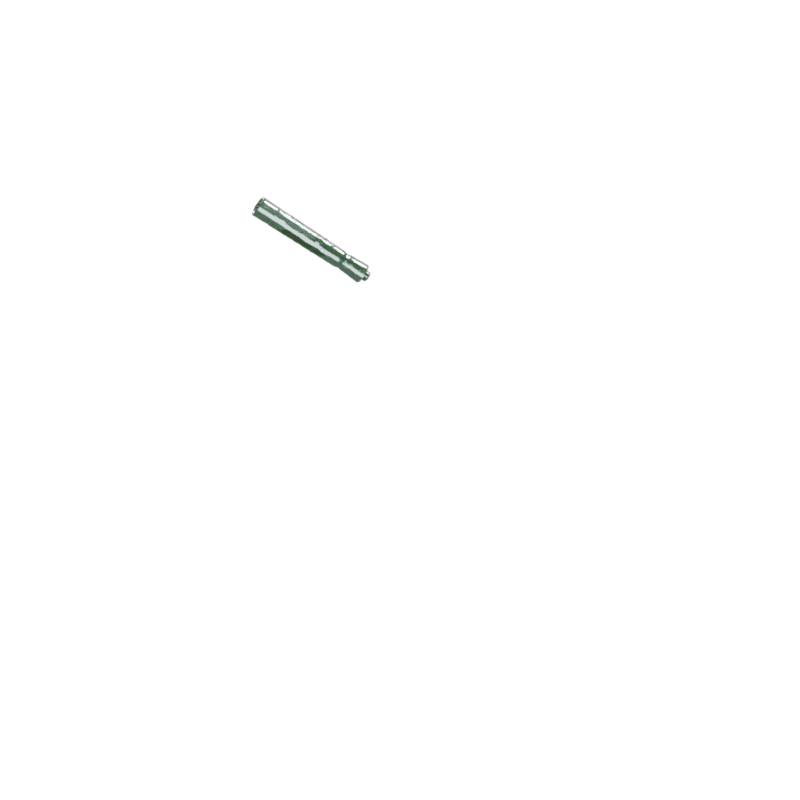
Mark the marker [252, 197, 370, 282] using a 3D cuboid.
[{"bbox_3d":[-0.078,-0.141,0.991,0.117,0.020,0.020,32,-6,-14],"label":"marker"}]
